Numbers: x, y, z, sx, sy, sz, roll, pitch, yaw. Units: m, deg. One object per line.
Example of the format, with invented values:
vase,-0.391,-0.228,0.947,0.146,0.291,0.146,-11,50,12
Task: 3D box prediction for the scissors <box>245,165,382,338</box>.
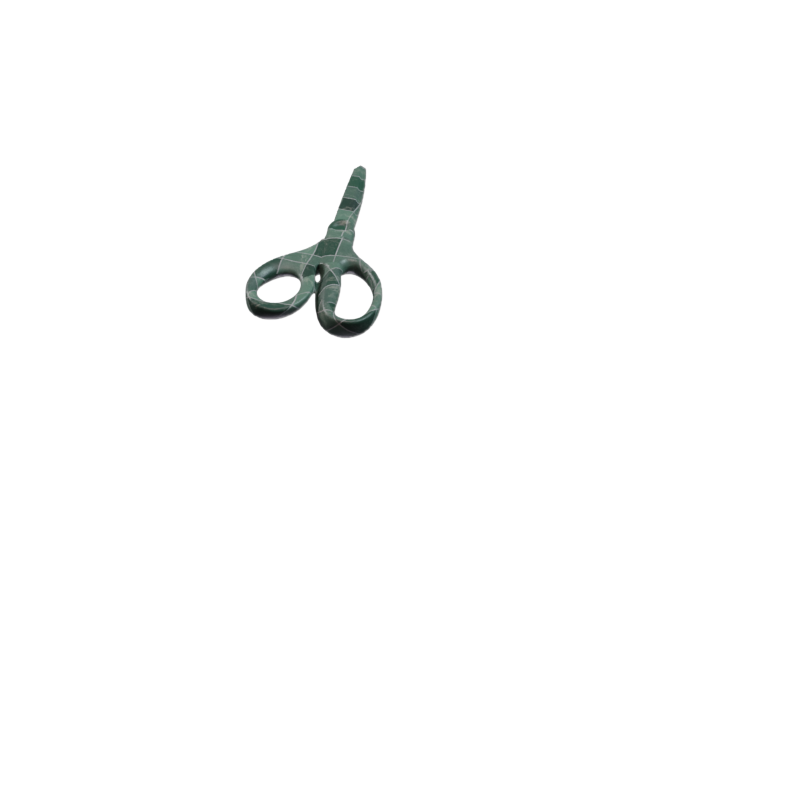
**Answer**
scissors,-0.059,-0.108,0.759,0.096,0.015,0.217,-5,38,-6
